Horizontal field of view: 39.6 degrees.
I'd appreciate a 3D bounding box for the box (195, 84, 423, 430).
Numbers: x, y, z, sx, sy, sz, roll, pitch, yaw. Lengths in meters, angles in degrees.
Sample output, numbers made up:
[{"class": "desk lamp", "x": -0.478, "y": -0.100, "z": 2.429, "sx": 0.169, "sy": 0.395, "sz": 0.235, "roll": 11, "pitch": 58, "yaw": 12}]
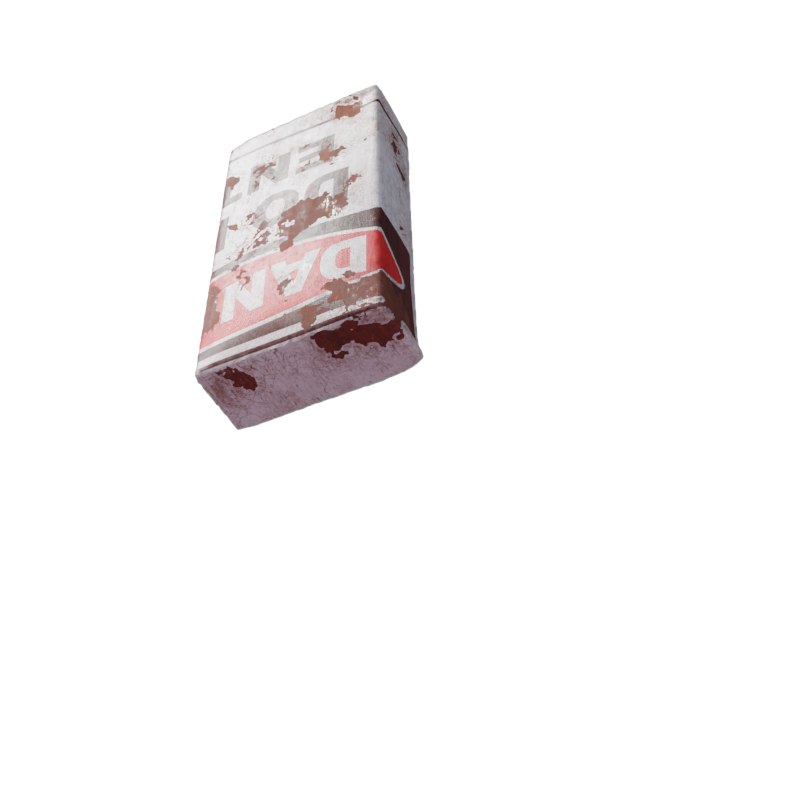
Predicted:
[{"class": "box", "x": -0.042, "y": -0.076, "z": 0.534, "sx": 0.094, "sy": 0.189, "sz": 0.044, "roll": -21, "pitch": -48, "yaw": 16}]
